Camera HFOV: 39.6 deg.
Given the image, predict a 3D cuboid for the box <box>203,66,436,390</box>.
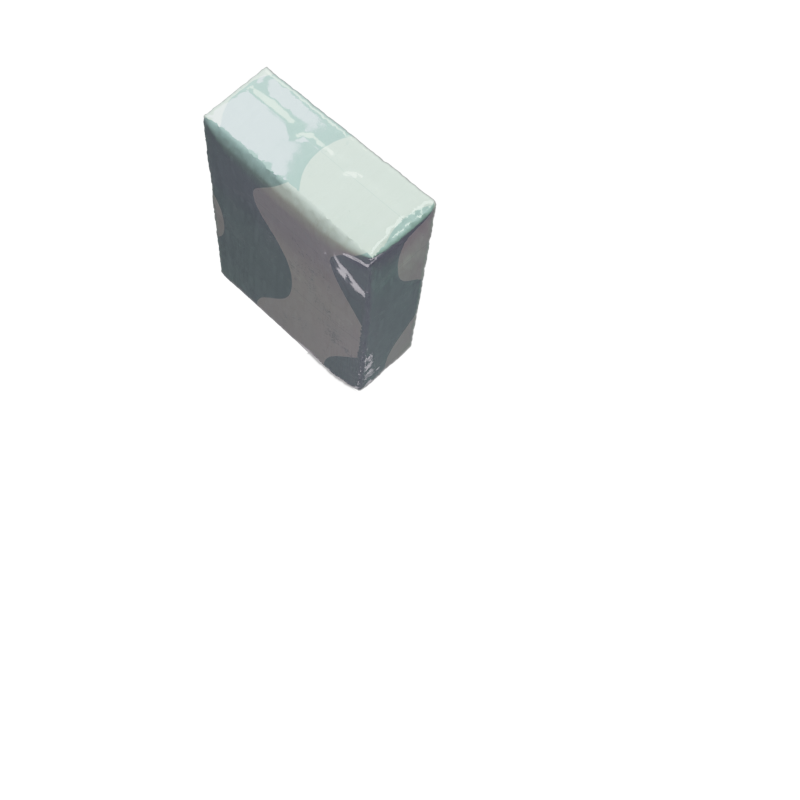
[{"bbox_3d":[-0.065,-0.118,0.824,0.073,0.172,0.202,-41,-18,-20],"label":"box"}]
